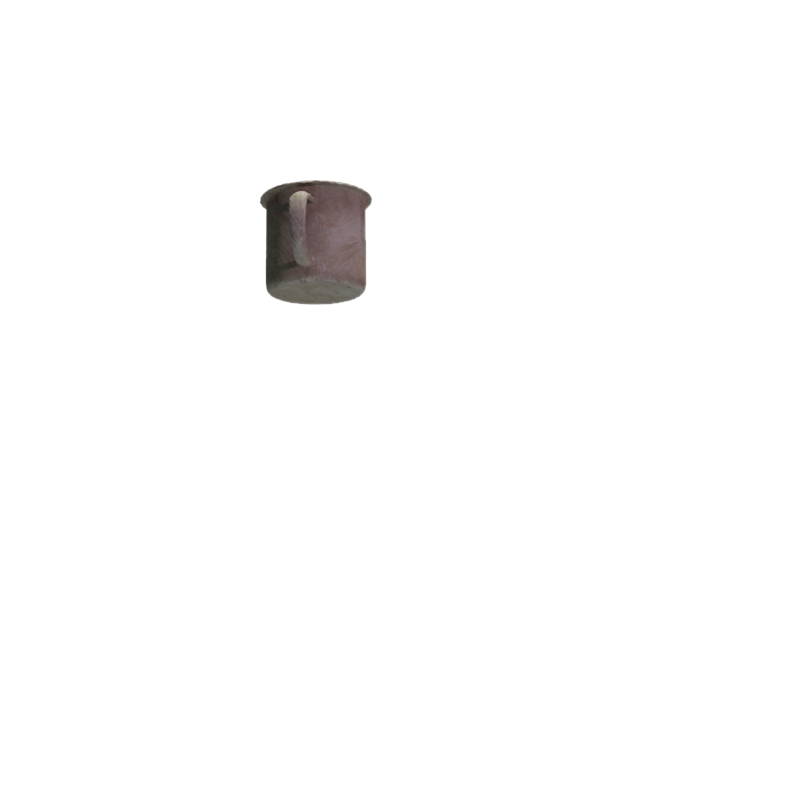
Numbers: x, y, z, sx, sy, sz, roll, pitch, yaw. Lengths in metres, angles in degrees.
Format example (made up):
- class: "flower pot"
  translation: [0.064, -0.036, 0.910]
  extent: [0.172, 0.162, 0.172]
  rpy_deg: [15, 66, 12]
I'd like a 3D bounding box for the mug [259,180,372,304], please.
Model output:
- class: "mug"
  translation: [-0.070, -0.128, 0.897]
  extent: [0.094, 0.085, 0.112]
  rpy_deg: [-2, -13, 7]
